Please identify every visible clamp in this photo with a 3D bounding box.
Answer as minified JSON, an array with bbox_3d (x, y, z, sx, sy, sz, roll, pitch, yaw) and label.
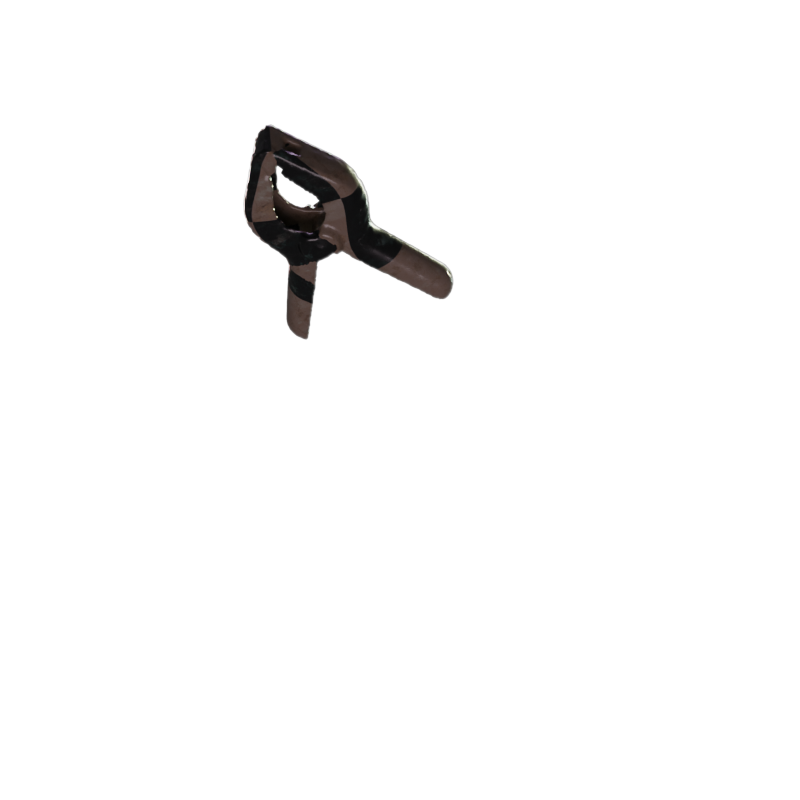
[{"bbox_3d":[-0.056,-0.103,0.721,0.120,0.042,0.160,-28,-54,22],"label":"clamp"}]
